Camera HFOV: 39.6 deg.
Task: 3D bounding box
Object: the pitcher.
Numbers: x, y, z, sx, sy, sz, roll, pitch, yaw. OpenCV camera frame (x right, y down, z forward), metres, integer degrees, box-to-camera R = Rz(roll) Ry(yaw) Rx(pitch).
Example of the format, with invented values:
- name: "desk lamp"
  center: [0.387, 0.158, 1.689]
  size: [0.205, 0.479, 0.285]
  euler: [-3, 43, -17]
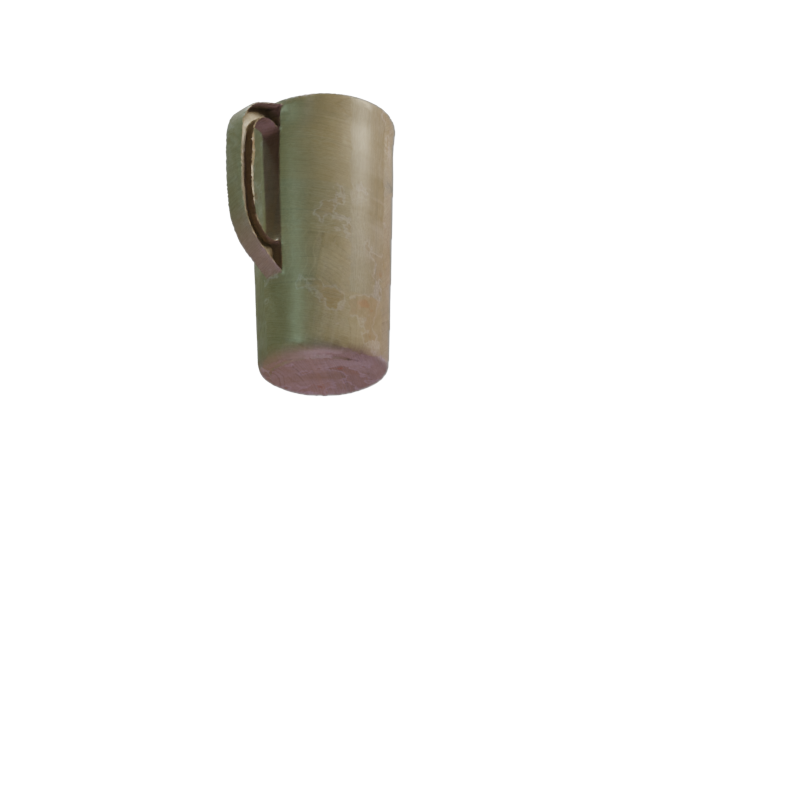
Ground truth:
- name: "pitcher"
  center: [-0.075, -0.136, 0.954]
  size: [0.149, 0.257, 0.137]
  euler: [0, -25, -3]
